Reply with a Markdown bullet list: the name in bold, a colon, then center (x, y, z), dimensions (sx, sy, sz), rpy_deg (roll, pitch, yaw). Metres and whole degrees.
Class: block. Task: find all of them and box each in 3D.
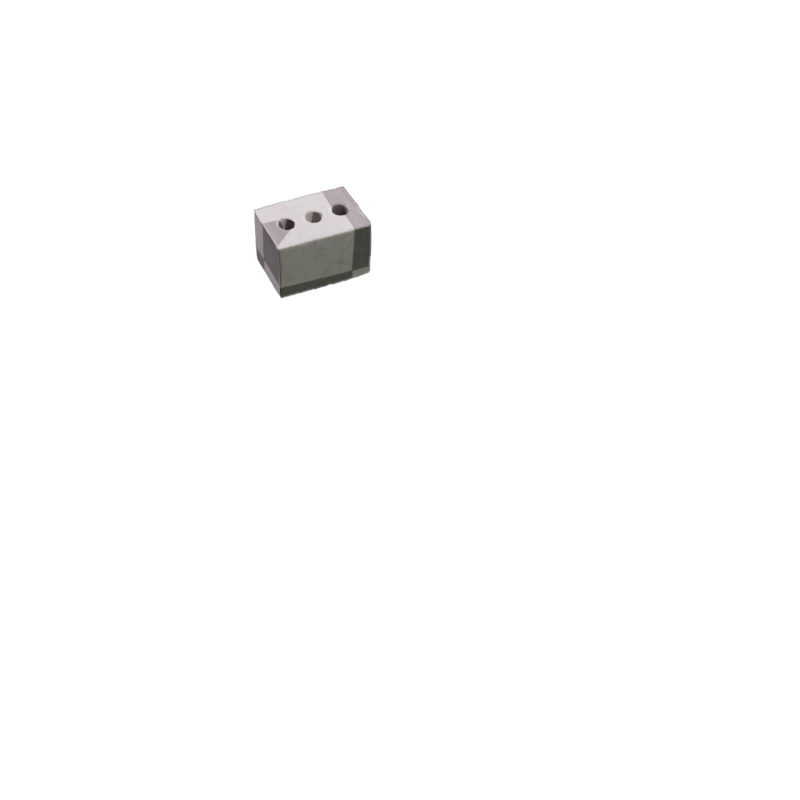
- **block**: center (-0.067, -0.121, 0.850), dimensions (0.077, 0.048, 0.057), rpy_deg (-18, 48, -18)
